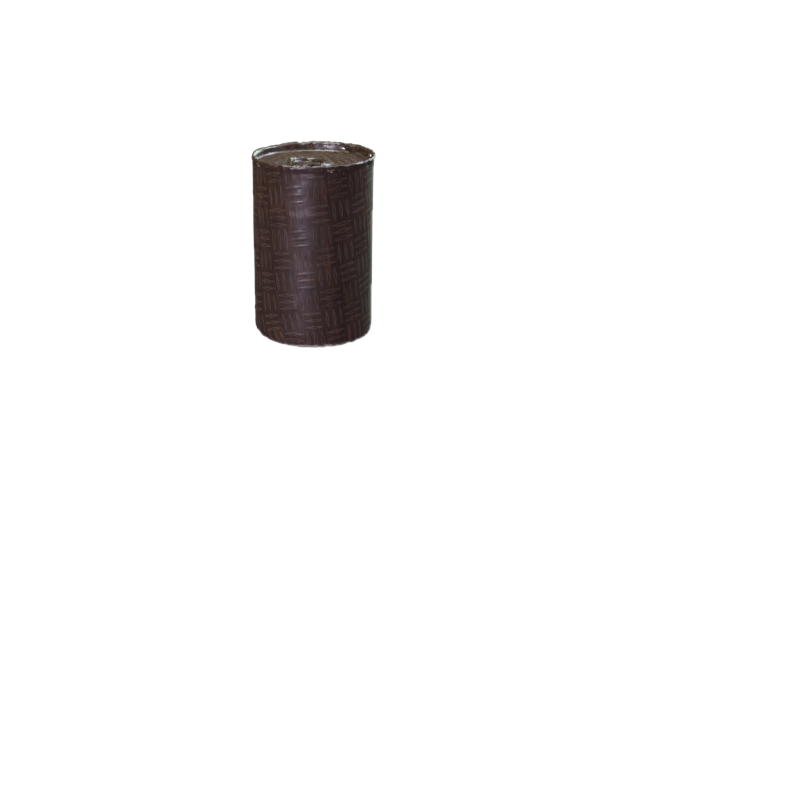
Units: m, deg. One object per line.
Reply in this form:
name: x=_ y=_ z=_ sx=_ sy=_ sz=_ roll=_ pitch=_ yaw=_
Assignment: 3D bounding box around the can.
can: x=-0.049 y=-0.089 z=0.621 sx=0.068 sy=0.098 sz=0.072 roll=0 pitch=19 yaw=-2
